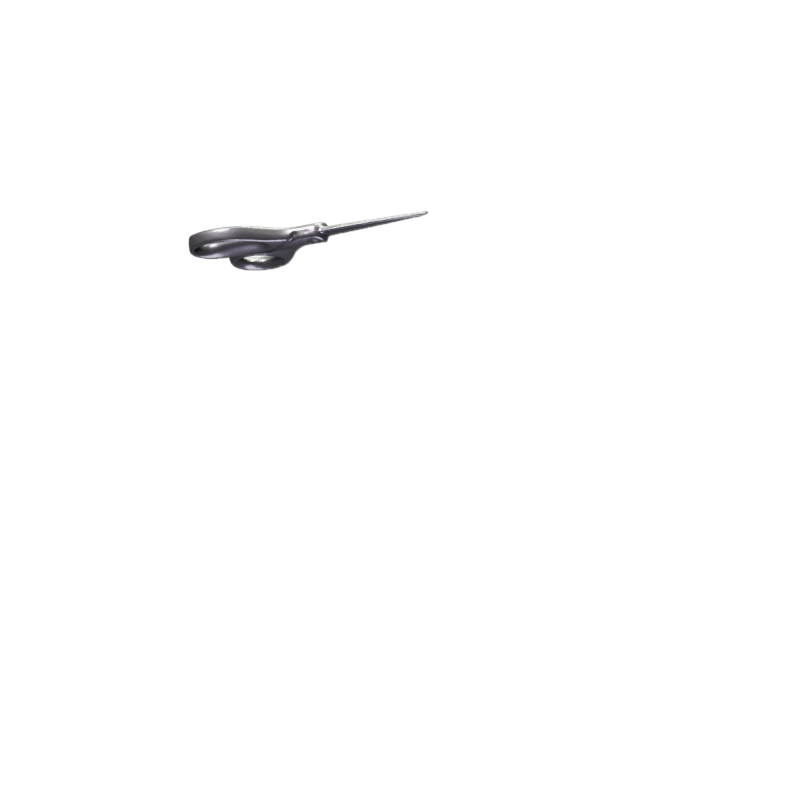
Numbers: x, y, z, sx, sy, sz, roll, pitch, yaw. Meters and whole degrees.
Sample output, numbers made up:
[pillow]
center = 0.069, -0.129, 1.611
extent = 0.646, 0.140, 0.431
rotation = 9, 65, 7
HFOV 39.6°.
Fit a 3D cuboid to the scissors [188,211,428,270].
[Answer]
[scissors]
center = -0.070, -0.128, 0.895
extent = 0.205, 0.016, 0.091
rotation = -2, -10, 14
